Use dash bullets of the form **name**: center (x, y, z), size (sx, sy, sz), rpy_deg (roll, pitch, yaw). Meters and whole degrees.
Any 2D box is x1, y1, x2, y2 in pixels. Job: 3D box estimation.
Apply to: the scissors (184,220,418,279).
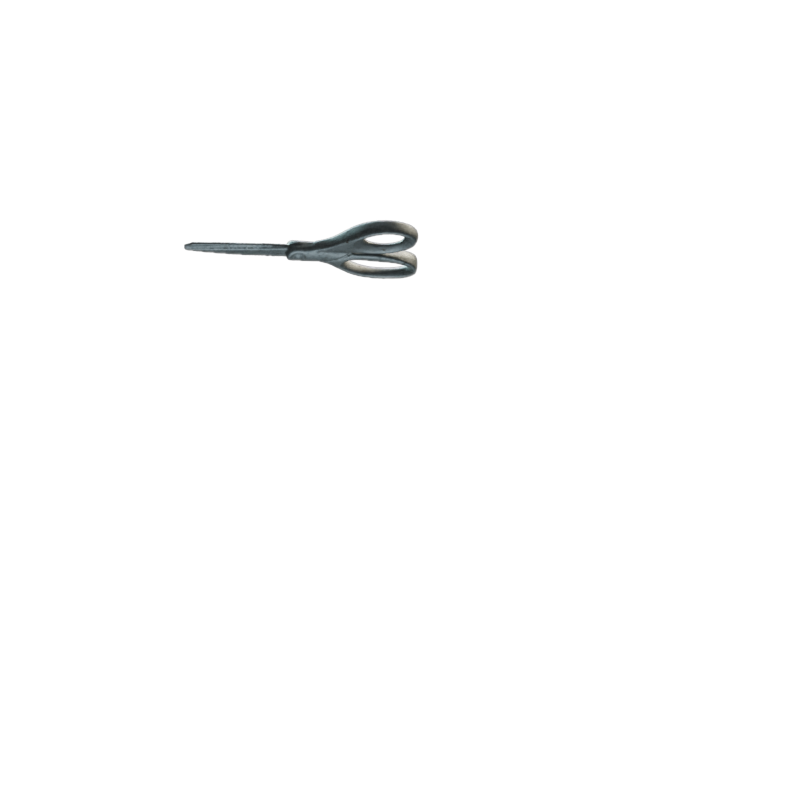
- **scissors**: center (-0.073, -0.134, 0.936), size (0.196, 0.017, 0.094), rpy_deg (8, -24, -18)
